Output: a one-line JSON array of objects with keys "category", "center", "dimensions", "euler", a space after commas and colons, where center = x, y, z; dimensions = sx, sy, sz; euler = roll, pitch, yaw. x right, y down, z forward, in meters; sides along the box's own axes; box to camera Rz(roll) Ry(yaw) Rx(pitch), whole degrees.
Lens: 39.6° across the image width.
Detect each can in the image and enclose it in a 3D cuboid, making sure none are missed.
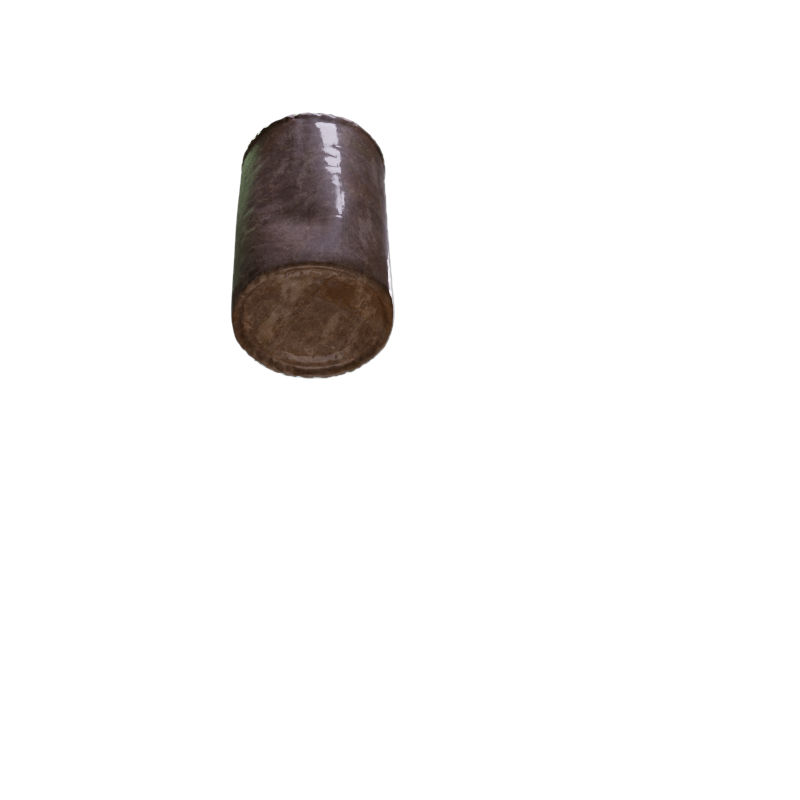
[{"category": "can", "center": [-0.038, -0.069, 0.482], "dimensions": [0.068, 0.064, 0.110], "euler": [-1, 45, -3]}]
